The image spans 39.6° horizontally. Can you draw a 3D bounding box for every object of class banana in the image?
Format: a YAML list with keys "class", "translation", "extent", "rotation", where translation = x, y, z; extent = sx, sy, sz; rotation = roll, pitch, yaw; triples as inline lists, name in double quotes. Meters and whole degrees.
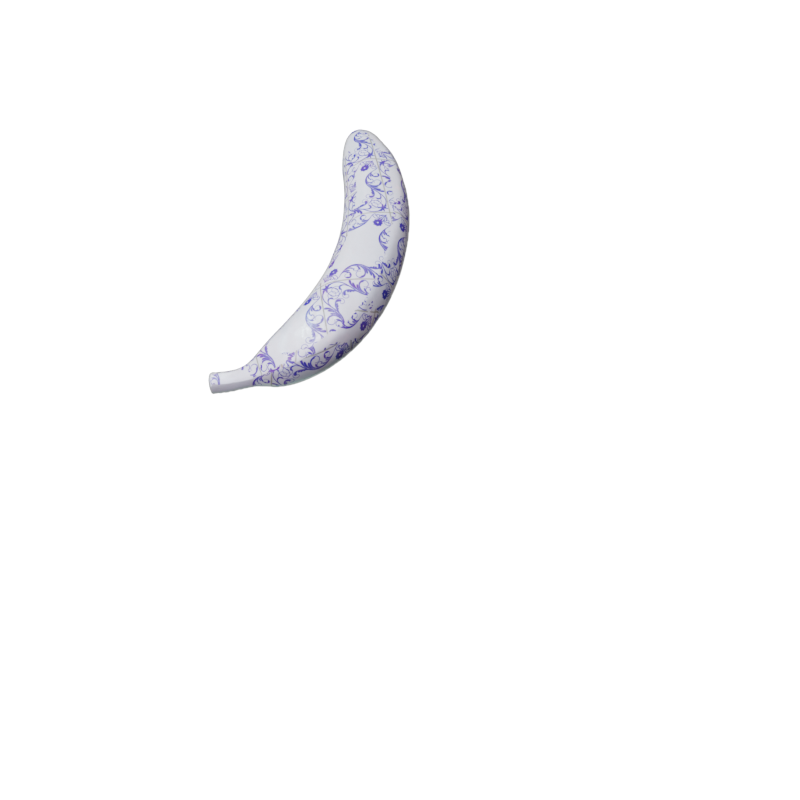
- class: "banana"
  translation: [-0.032, -0.078, 0.603]
  extent: [0.071, 0.206, 0.034]
  rotation: [17, -35, 12]
